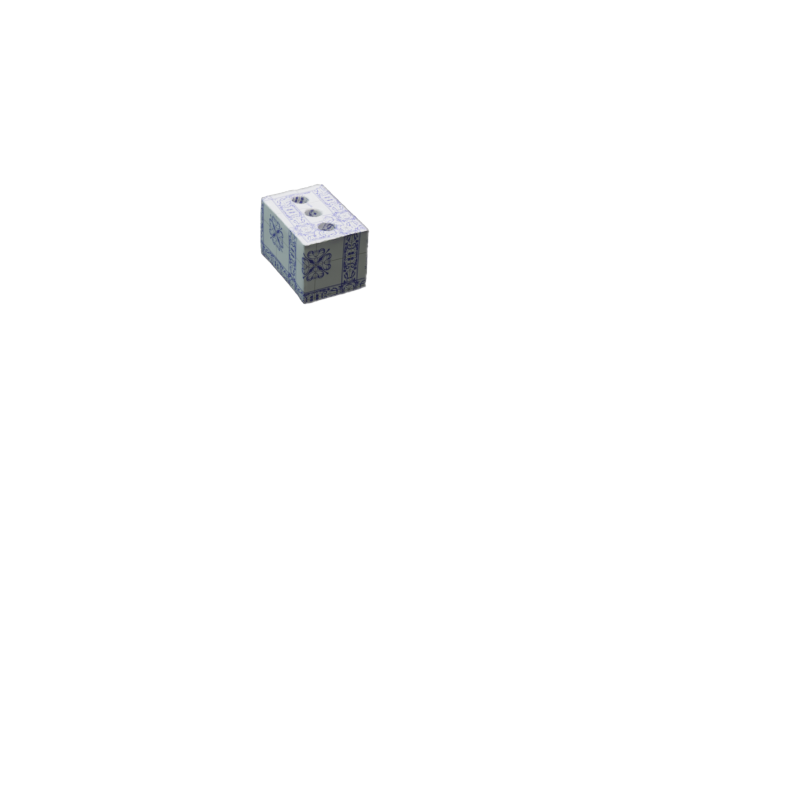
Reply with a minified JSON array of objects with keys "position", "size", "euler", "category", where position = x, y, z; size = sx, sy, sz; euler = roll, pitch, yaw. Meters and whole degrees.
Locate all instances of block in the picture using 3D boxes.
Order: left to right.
[{"position":[-0.063,-0.116,0.810],"size":[0.052,0.048,0.084],"euler":[-17,40,-23],"category":"block"}]
